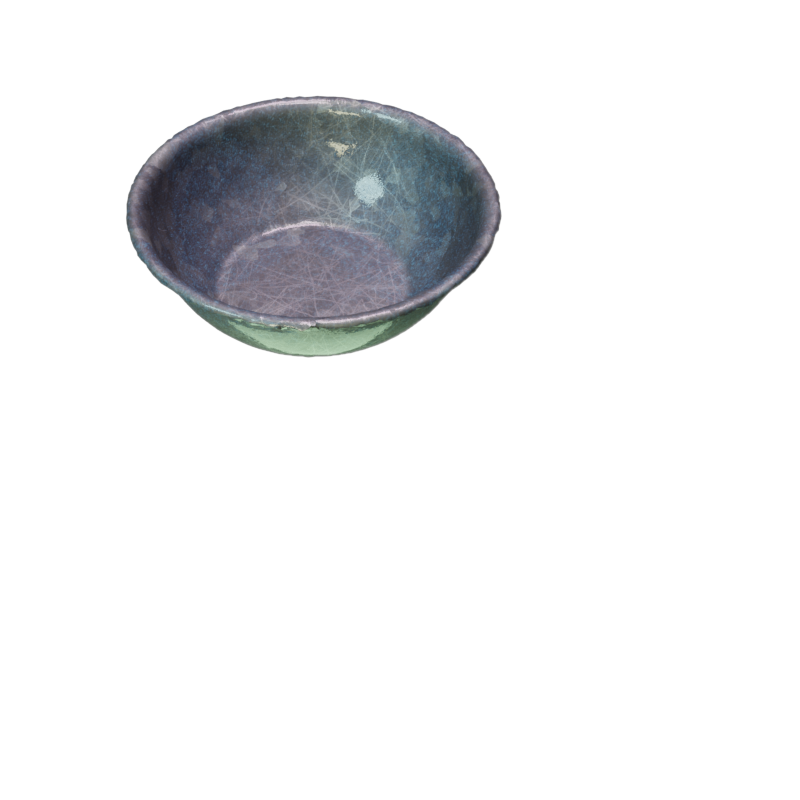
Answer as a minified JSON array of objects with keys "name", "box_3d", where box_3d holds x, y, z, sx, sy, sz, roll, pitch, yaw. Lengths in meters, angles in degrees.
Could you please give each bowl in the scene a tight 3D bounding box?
[{"name":"bowl","box_3d":[-0.039,-0.071,0.496,0.162,0.051,0.174,-1,45,-1]}]
